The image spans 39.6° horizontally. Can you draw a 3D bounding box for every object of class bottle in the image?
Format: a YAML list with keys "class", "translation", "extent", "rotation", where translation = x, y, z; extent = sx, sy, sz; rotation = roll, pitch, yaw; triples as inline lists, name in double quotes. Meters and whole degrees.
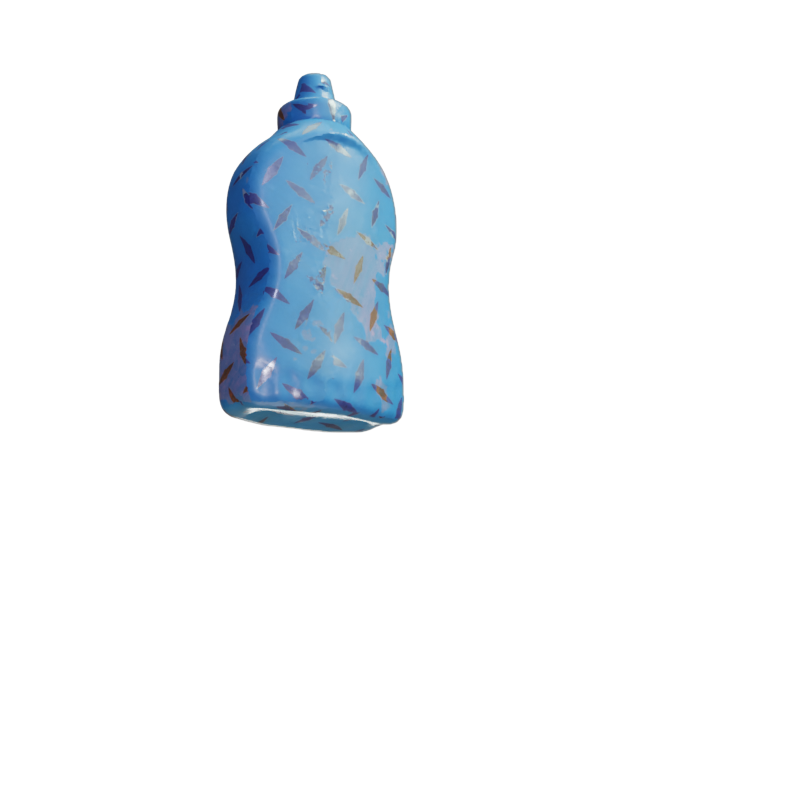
- class: "bottle"
  translation: [-0.046, -0.084, 0.586]
  extent: [0.092, 0.200, 0.058]
  rotation: [10, -22, -31]
